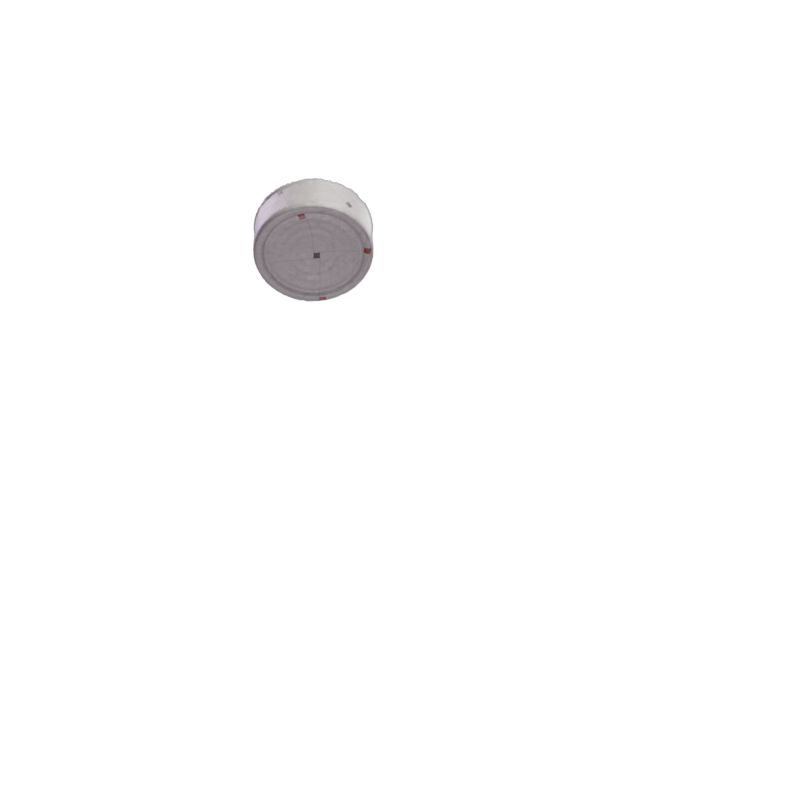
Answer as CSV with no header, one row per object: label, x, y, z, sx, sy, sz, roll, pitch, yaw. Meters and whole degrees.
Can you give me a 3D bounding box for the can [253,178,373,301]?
can,-0.061,-0.112,0.783,0.086,0.080,0.036,1,39,-1
